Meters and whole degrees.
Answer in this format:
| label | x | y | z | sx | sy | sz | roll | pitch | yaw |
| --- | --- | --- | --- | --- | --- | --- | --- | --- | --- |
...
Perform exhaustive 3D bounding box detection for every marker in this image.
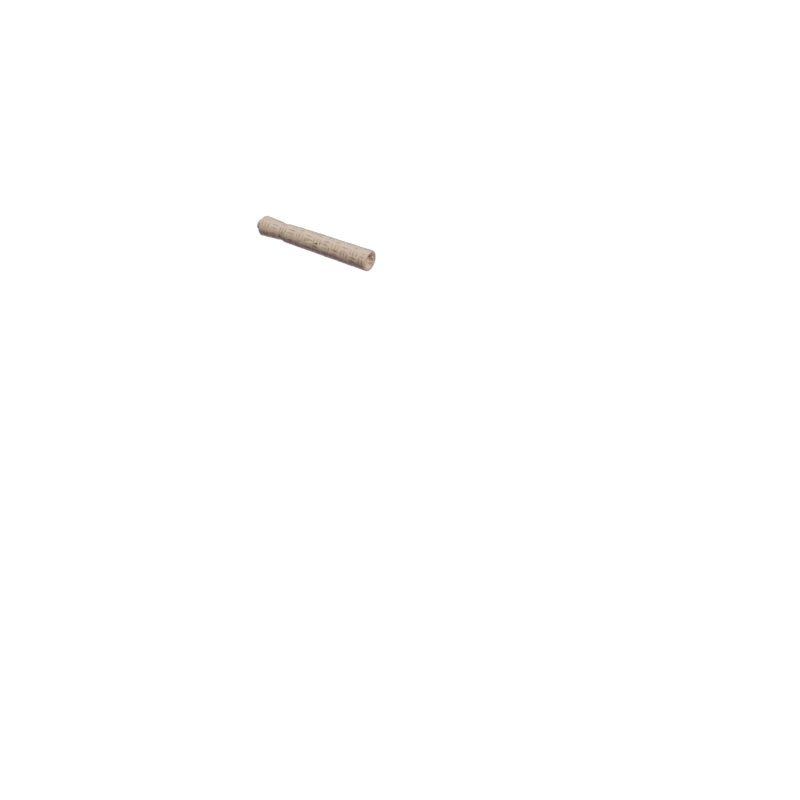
| label | x | y | z | sx | sy | sz | roll | pitch | yaw |
| --- | --- | --- | --- | --- | --- | --- | --- | --- | --- |
| marker | -0.077 | -0.140 | 0.980 | 0.128 | 0.019 | 0.019 | 22 | 15 | 30 |
